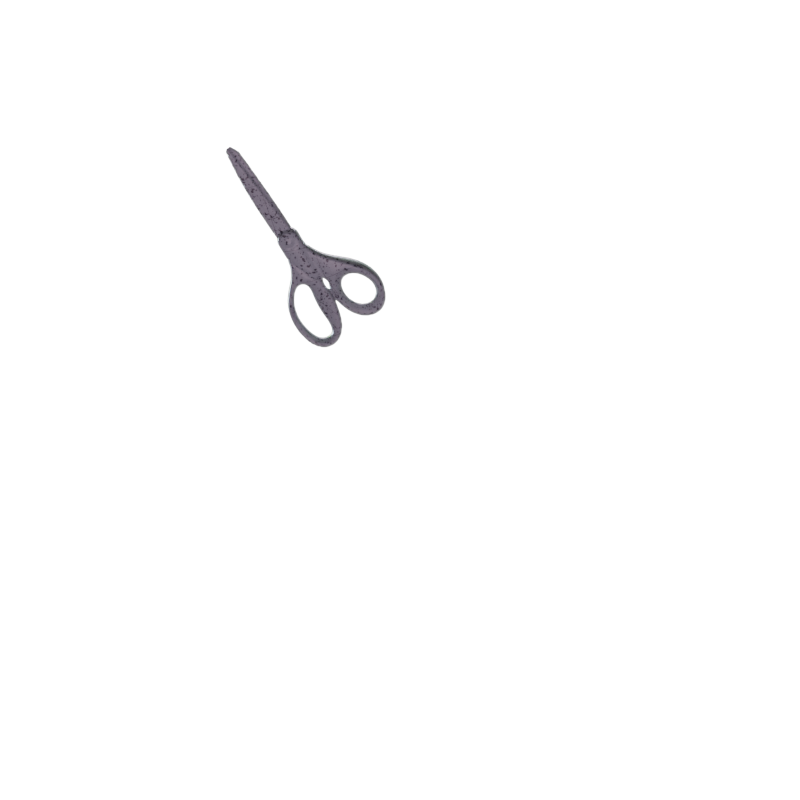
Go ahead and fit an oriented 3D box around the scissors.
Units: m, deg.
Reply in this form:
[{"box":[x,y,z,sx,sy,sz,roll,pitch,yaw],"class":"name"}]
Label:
[{"box":[-0.075,-0.136,0.955,0.096,0.190,0.017,-13,25,6],"class":"scissors"}]
